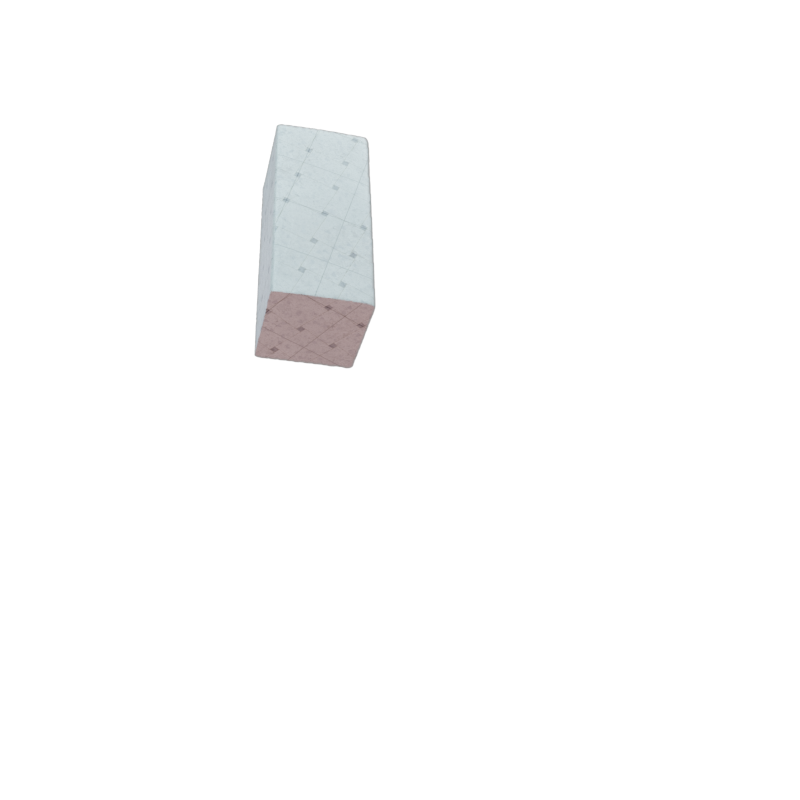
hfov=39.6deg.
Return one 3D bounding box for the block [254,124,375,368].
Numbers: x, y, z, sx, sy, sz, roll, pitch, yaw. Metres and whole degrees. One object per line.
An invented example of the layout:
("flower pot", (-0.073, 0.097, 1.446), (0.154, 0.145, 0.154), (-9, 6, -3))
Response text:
("block", (-0.077, -0.143, 0.999), (0.089, 0.221, 0.086), (7, -41, -12))
